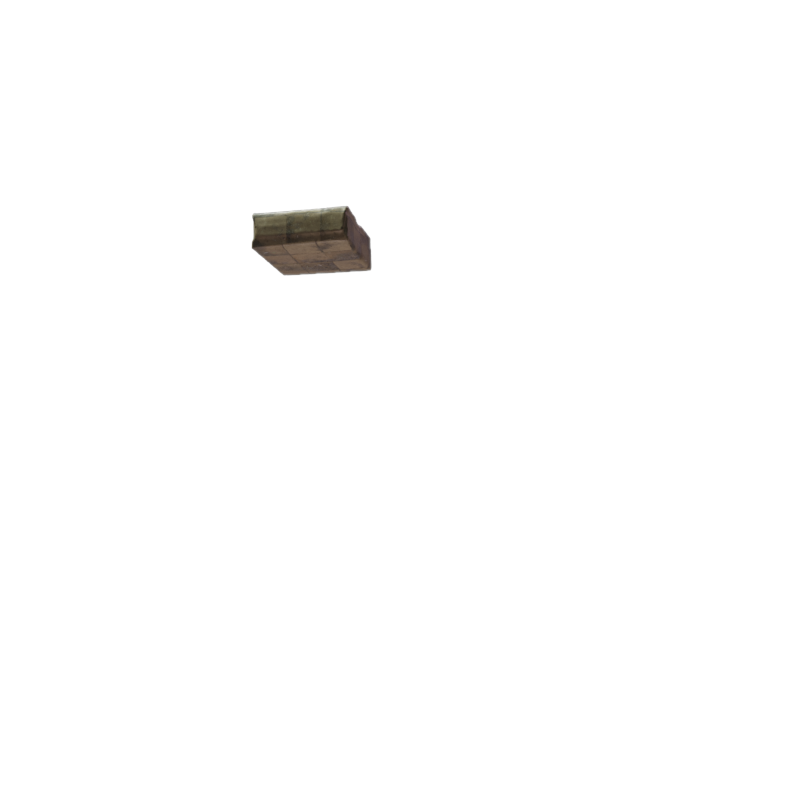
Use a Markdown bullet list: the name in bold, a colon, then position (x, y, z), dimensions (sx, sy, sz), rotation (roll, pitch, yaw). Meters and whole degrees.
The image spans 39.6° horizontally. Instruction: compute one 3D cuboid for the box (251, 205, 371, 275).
- **box**: position (-0.066, -0.121, 0.844), dimensions (0.074, 0.031, 0.085), rotation (-2, -10, 12)
